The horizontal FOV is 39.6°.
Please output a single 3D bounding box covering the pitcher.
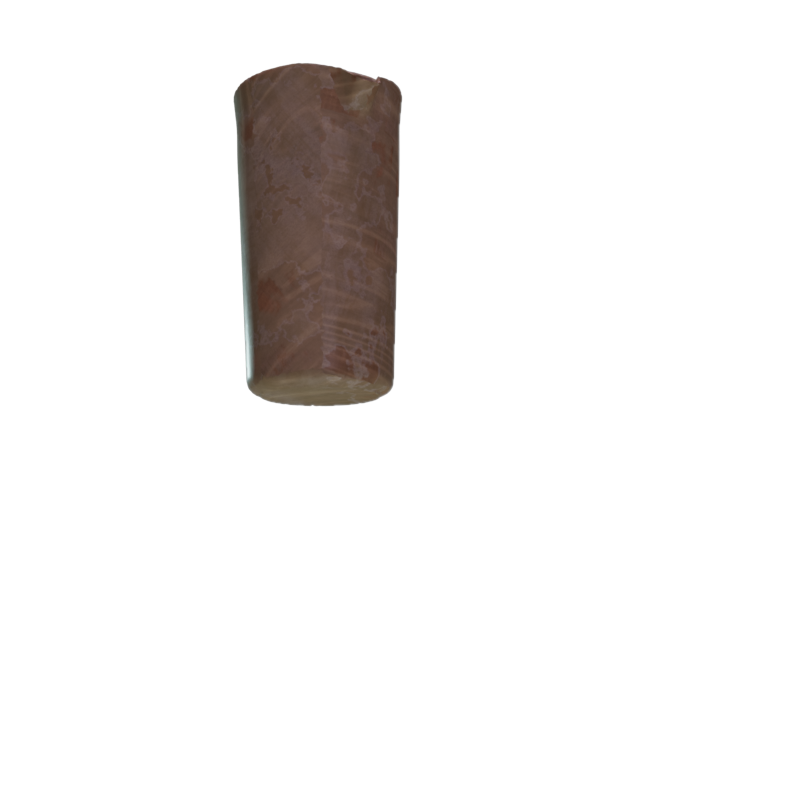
[{"bbox_3d":[-0.067,-0.121,0.851,0.147,0.252,0.141,-5,-15,14],"label":"pitcher"}]
